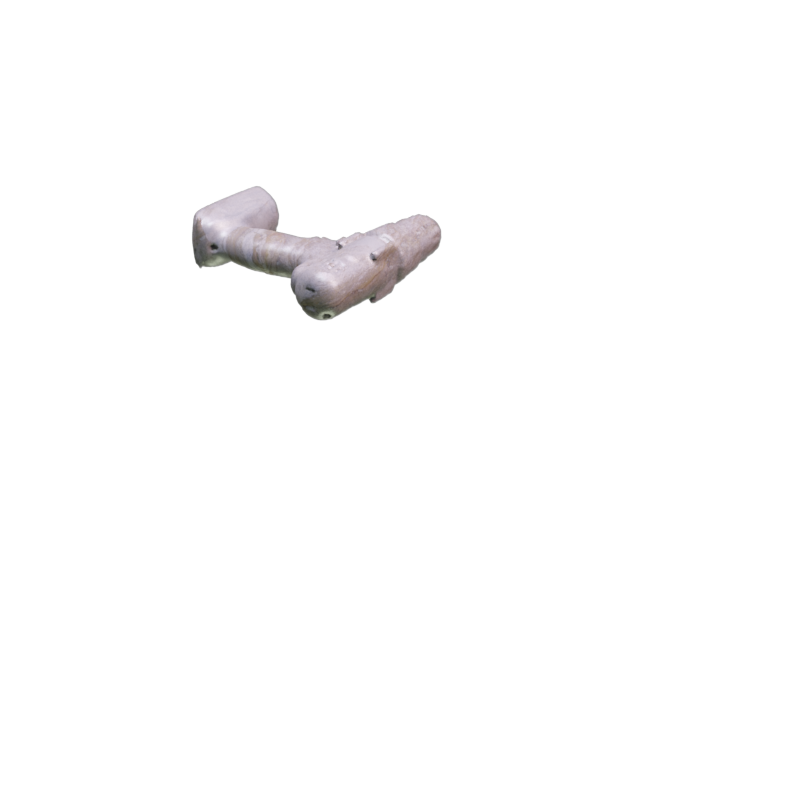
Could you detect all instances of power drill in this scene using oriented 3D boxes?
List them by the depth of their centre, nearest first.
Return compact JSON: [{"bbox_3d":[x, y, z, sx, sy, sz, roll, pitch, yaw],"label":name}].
[{"bbox_3d":[-0.078,-0.142,0.996,0.198,0.054,0.185,18,33,31],"label":"power drill"}]
